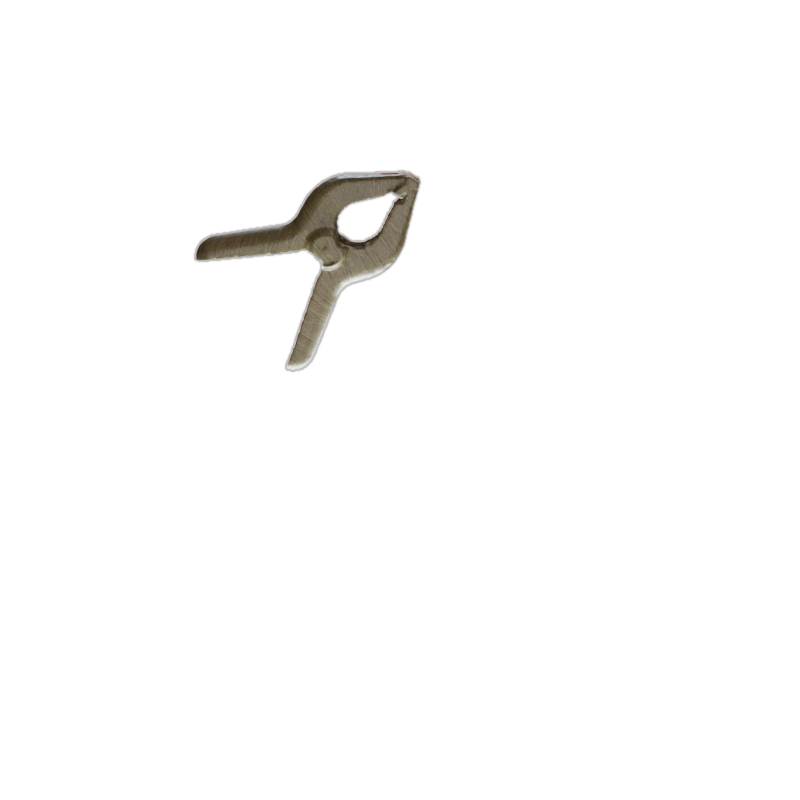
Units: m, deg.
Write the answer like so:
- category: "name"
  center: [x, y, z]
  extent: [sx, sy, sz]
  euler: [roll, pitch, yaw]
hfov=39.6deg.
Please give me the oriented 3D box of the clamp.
- category: "clamp"
  center: [-0.064, -0.116, 0.812]
  extent: [0.117, 0.170, 0.041]
  euler: [42, 10, -10]
